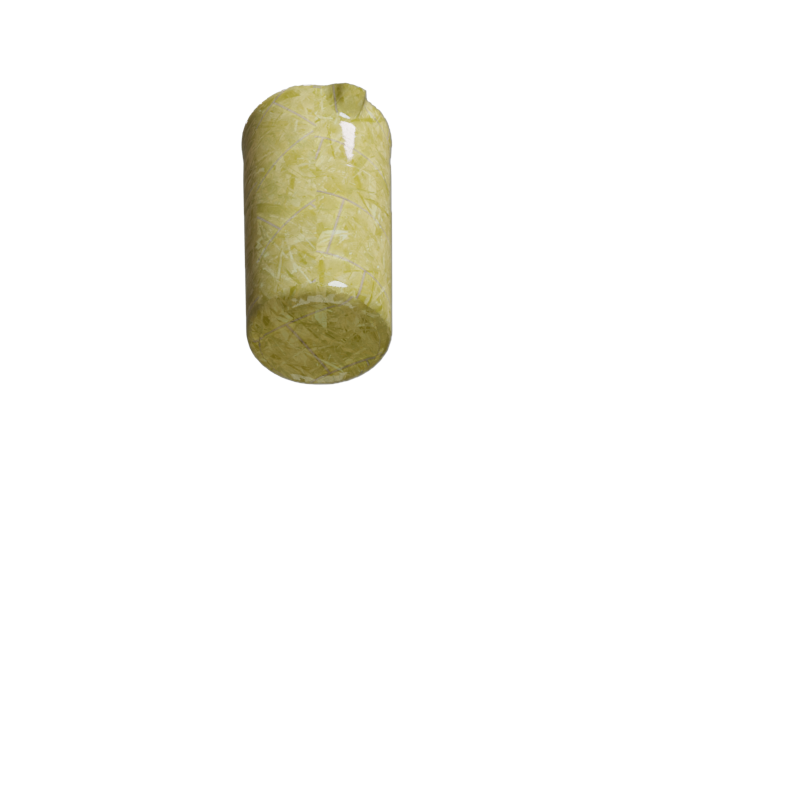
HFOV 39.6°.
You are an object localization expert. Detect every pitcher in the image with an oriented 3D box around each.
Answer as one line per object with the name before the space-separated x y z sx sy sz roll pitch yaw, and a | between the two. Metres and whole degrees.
pitcher | -0.071 -0.129 0.902 0.146 0.261 0.137 -15 -44 12
